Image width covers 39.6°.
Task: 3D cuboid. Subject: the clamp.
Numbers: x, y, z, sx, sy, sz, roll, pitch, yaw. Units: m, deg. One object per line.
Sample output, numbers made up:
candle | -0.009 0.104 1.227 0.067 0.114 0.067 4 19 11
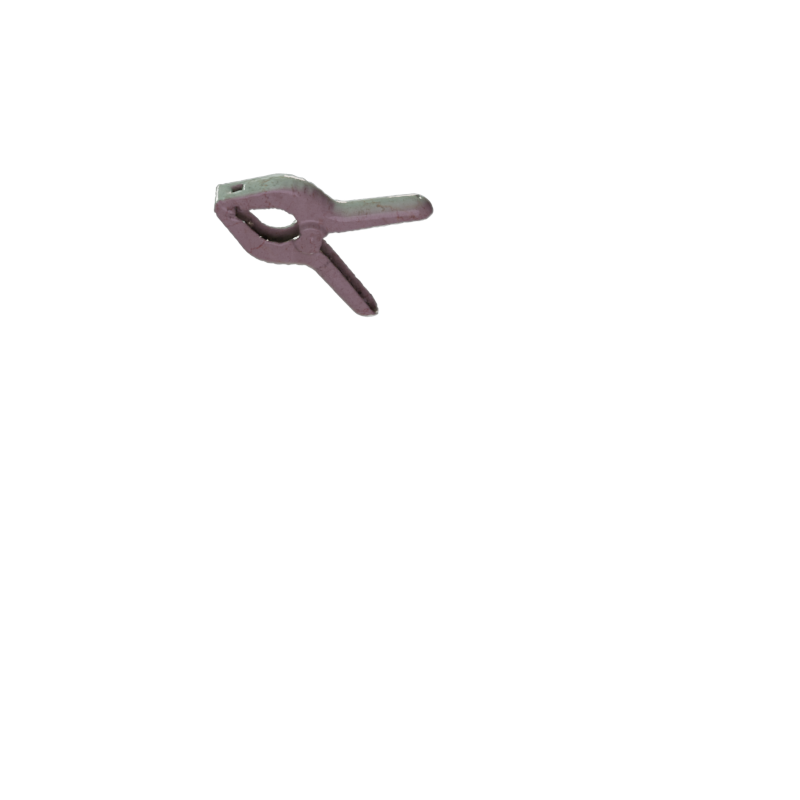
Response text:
clamp | -0.070 -0.128 0.895 0.169 0.115 0.042 12 28 -7
